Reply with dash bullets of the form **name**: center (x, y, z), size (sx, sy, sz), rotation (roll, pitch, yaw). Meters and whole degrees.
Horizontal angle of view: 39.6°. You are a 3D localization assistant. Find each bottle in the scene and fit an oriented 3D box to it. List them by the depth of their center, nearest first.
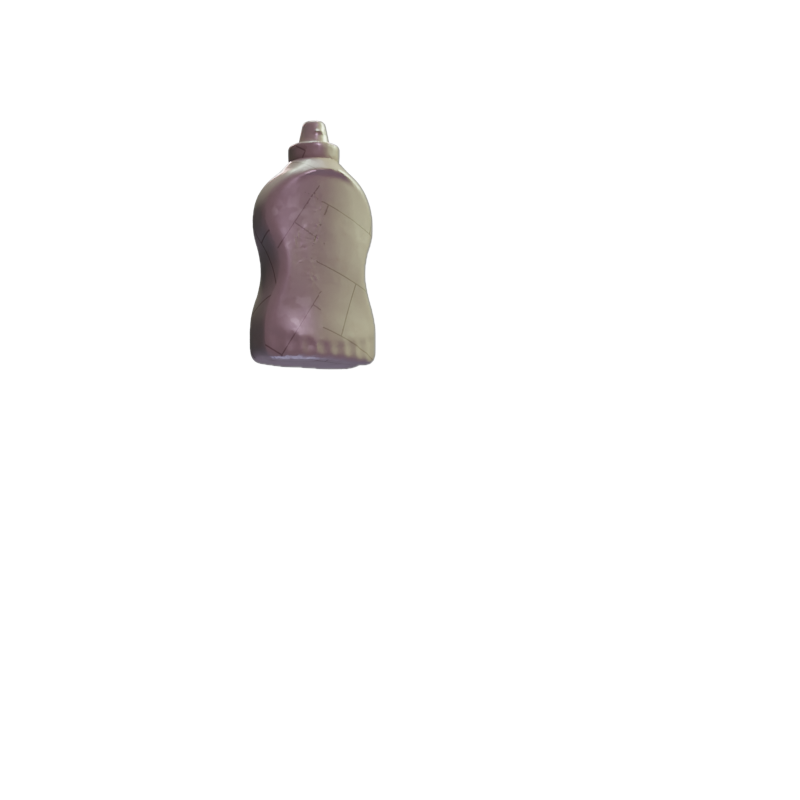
- **bottle**: center (-0.067, -0.123, 0.858), size (0.093, 0.198, 0.059), rotation (5, -13, -26)
